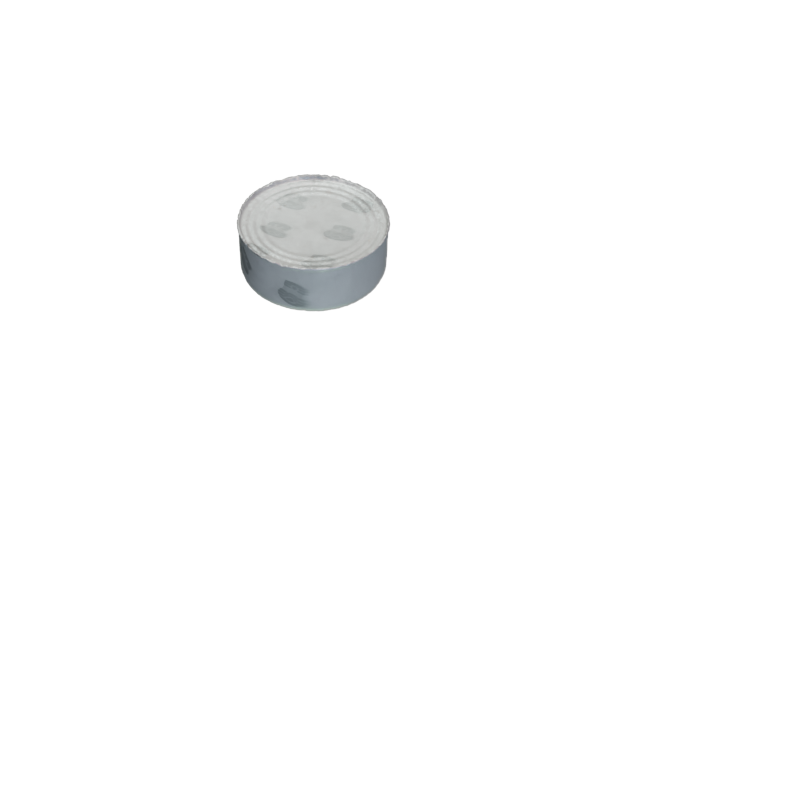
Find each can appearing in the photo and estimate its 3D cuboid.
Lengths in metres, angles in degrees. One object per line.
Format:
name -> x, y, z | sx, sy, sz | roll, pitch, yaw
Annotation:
can -> -0.049, -0.090, 0.630 | 0.086, 0.031, 0.092 | -1, 44, -2
